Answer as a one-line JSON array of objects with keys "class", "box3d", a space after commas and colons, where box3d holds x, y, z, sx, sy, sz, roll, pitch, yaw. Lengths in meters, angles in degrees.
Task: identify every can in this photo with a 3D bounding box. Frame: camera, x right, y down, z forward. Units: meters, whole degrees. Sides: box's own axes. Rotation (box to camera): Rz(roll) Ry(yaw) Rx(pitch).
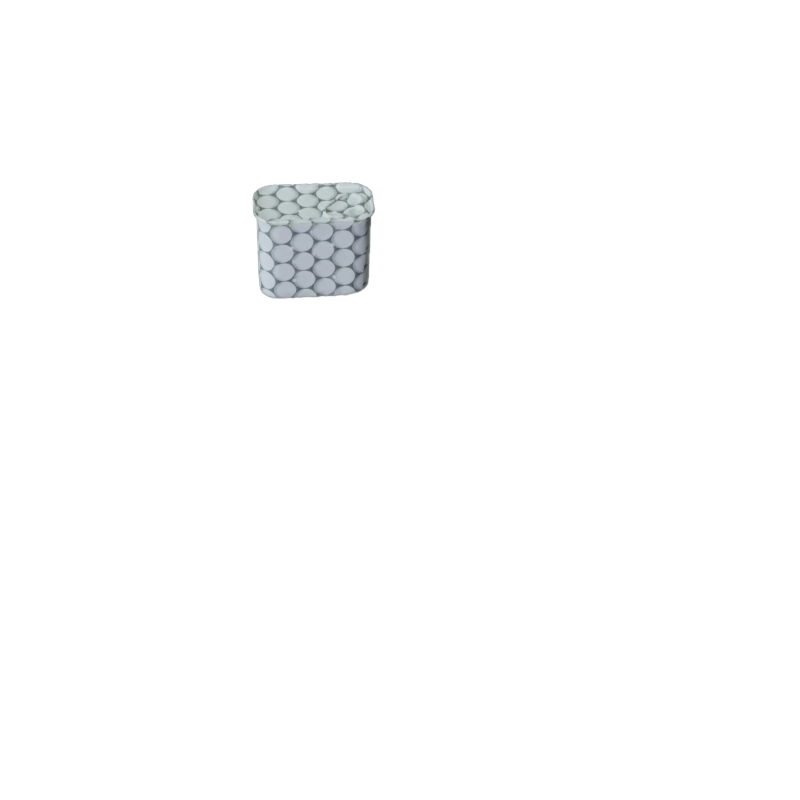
[{"class": "can", "box3d": [-0.074, -0.136, 0.953, 0.101, 0.078, 0.062, -2, 39, -4]}]
